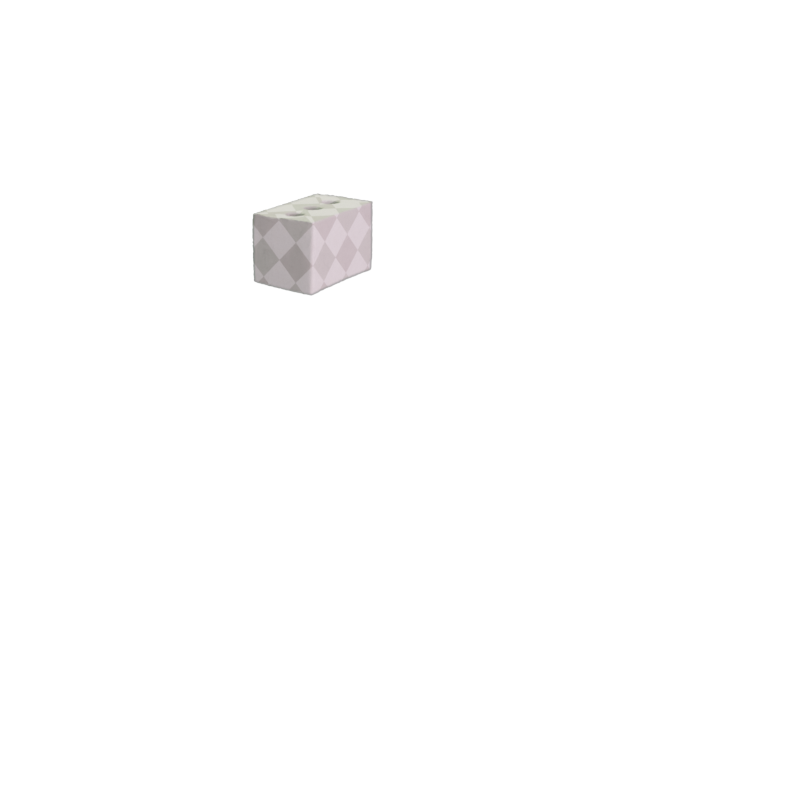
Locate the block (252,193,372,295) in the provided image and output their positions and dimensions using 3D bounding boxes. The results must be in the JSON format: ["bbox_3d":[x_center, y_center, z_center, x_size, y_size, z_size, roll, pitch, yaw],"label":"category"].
[{"bbox_3d":[-0.061,-0.112,0.782,0.055,0.049,0.078,12,24,29],"label":"block"}]
